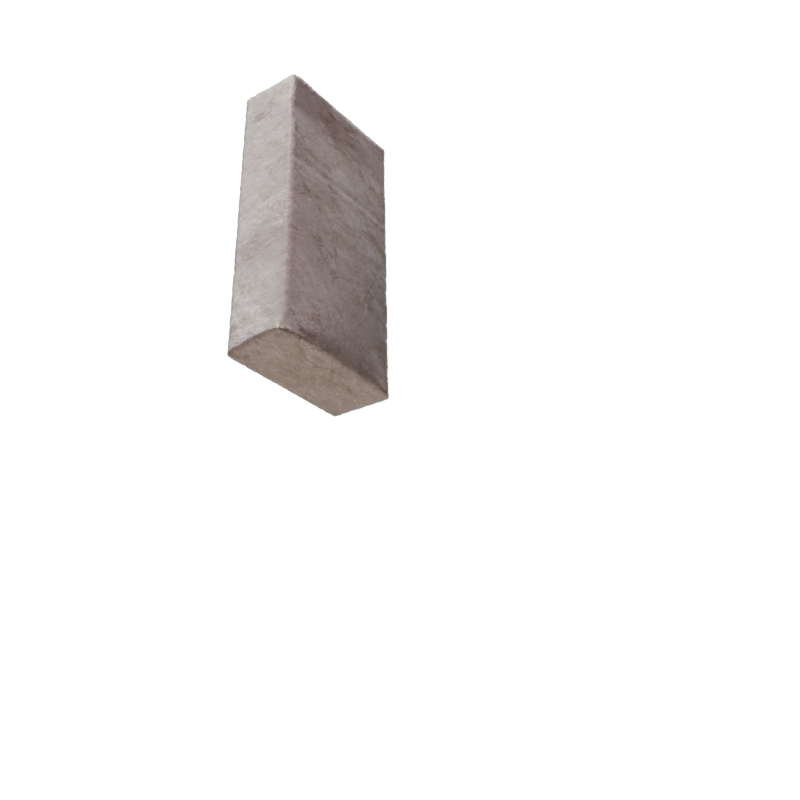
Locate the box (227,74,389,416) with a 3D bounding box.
[{"bbox_3d":[-0.050,-0.091,0.636,0.048,0.188,0.087,-25,-40,30],"label":"box"}]
